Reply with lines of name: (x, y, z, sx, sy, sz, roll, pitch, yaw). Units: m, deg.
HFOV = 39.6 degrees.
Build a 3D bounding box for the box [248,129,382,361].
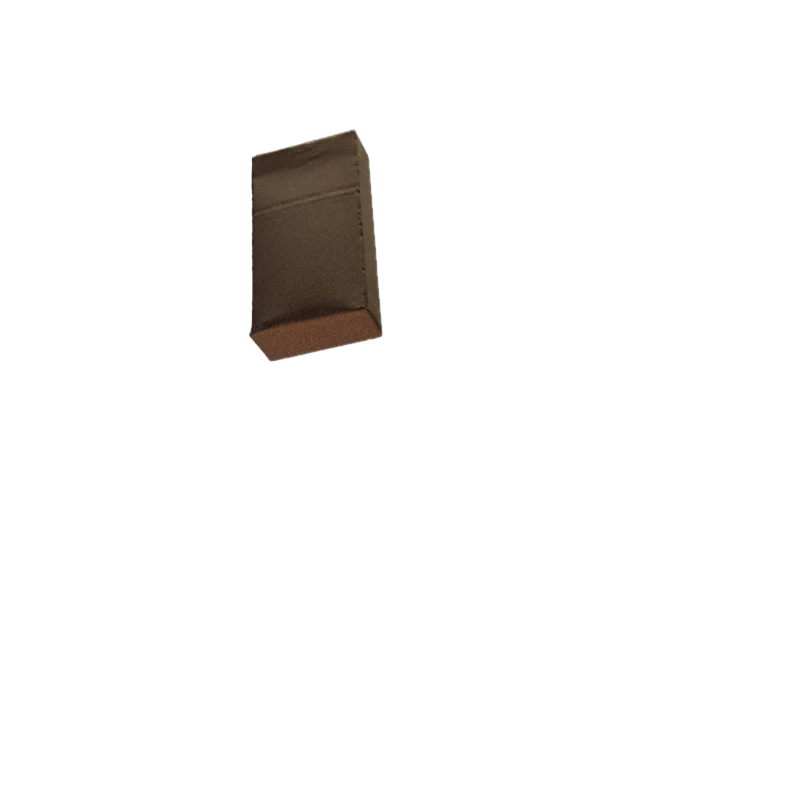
box: (-0.067, -0.122, 0.858, 0.094, 0.189, 0.044, -13, -37, 14)
